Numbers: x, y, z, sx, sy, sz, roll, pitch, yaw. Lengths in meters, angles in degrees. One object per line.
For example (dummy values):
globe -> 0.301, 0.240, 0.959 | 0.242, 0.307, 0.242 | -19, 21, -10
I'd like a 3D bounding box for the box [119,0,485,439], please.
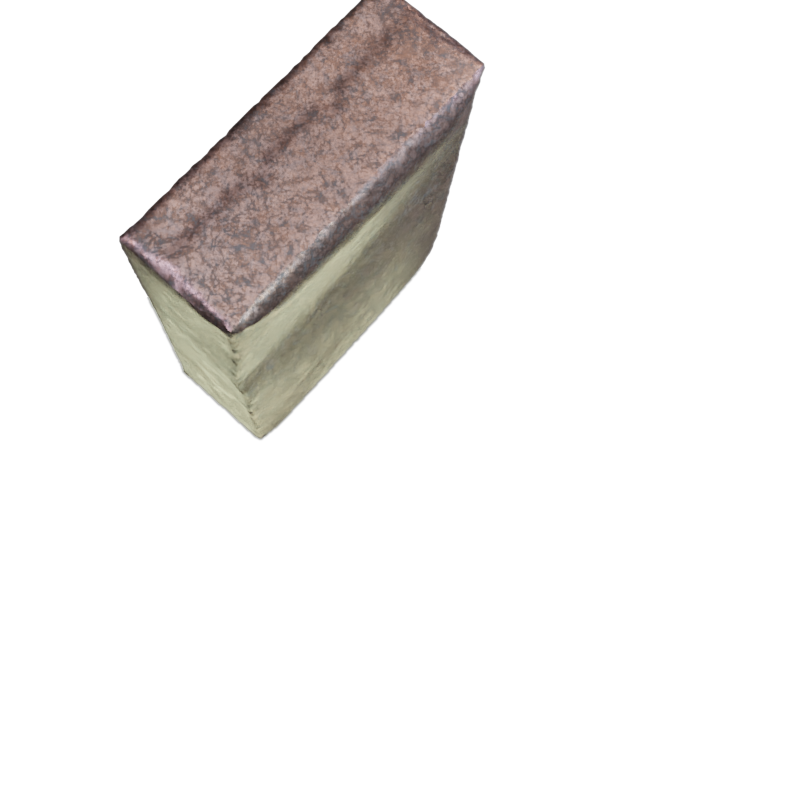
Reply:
box -> -0.043, -0.079, 0.553 | 0.074, 0.166, 0.206 | 39, -14, 6
